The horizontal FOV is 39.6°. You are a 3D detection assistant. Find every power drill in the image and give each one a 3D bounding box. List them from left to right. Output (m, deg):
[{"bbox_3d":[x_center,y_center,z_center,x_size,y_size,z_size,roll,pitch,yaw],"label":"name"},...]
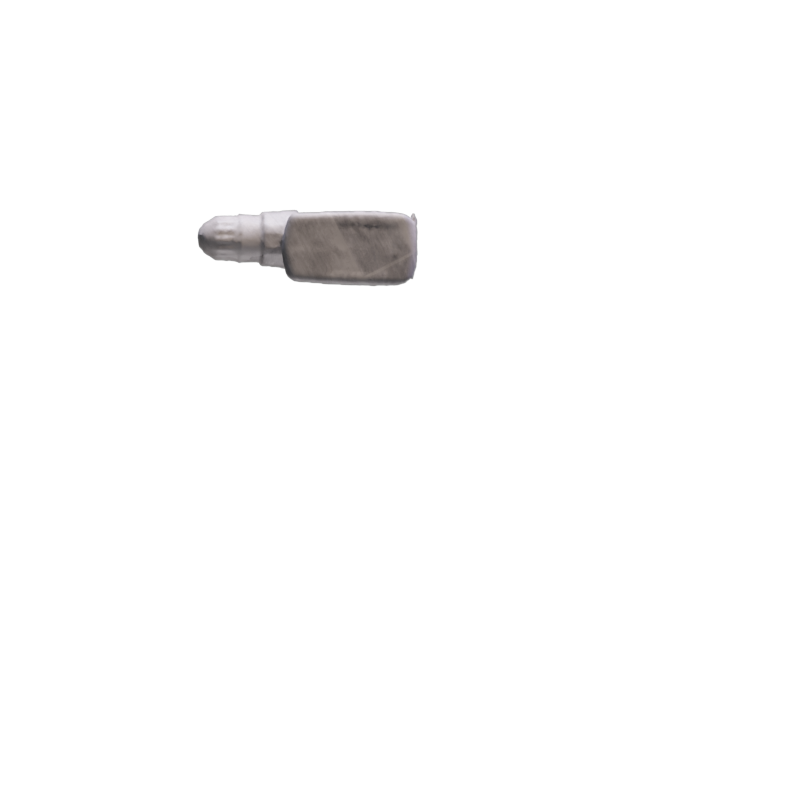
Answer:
[{"bbox_3d":[-0.072,-0.131,0.920,0.182,0.056,0.194,-2,11,-11],"label":"power drill"}]
